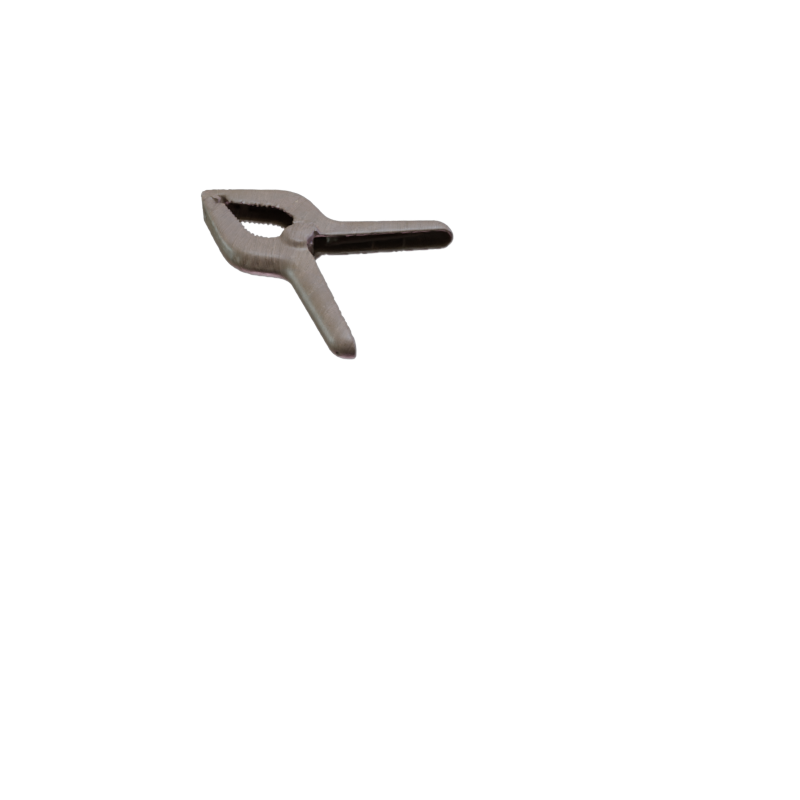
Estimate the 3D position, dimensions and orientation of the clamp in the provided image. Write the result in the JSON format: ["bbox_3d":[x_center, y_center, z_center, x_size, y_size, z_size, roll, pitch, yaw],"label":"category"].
[{"bbox_3d":[-0.072,-0.131,0.920,0.222,0.034,0.167,31,53,26],"label":"clamp"}]
